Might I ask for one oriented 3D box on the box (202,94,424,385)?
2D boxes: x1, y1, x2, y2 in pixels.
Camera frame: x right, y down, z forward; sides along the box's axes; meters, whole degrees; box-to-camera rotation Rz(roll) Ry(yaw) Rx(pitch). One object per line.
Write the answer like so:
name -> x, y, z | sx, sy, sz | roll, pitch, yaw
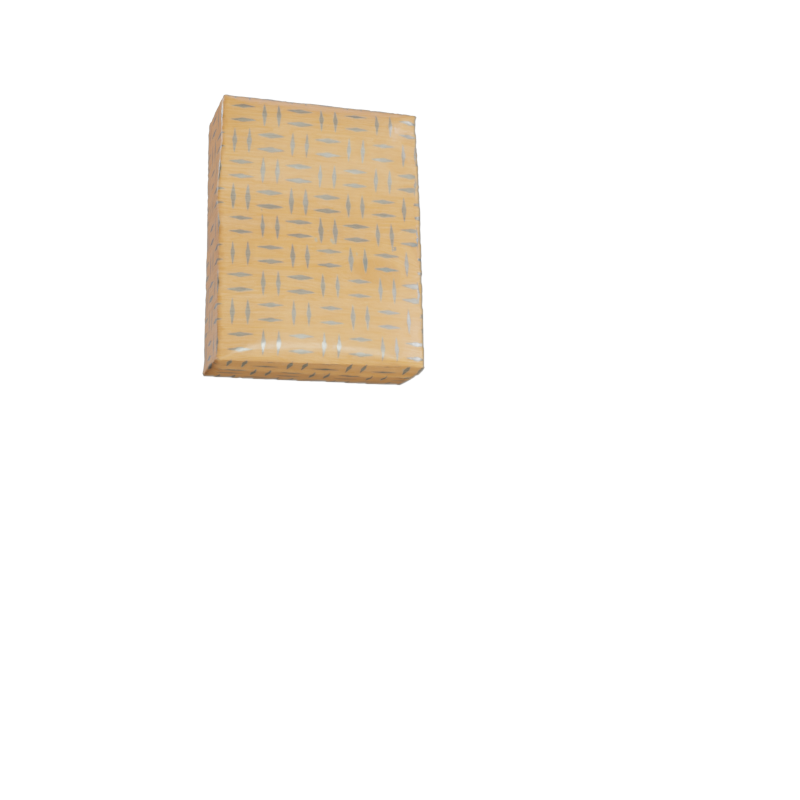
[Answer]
box -> -0.068, -0.124, 0.872 | 0.161, 0.222, 0.070 | 3, -17, -15
